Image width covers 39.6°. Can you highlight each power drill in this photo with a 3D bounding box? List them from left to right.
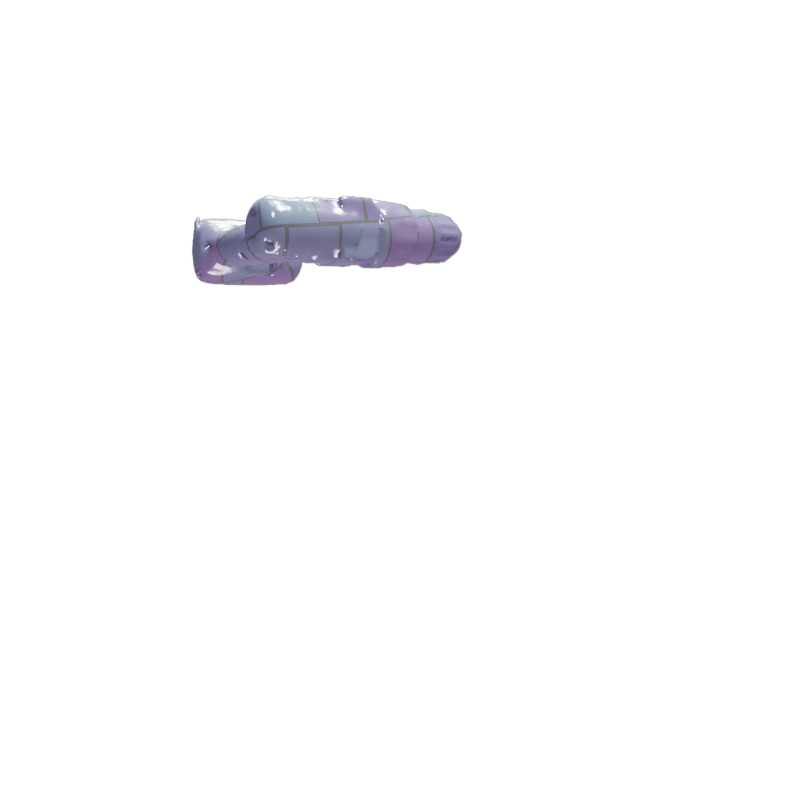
[{"bbox_3d":[-0.070,-0.127,0.892,0.177,0.058,0.192,1,-2,-34],"label":"power drill"}]
